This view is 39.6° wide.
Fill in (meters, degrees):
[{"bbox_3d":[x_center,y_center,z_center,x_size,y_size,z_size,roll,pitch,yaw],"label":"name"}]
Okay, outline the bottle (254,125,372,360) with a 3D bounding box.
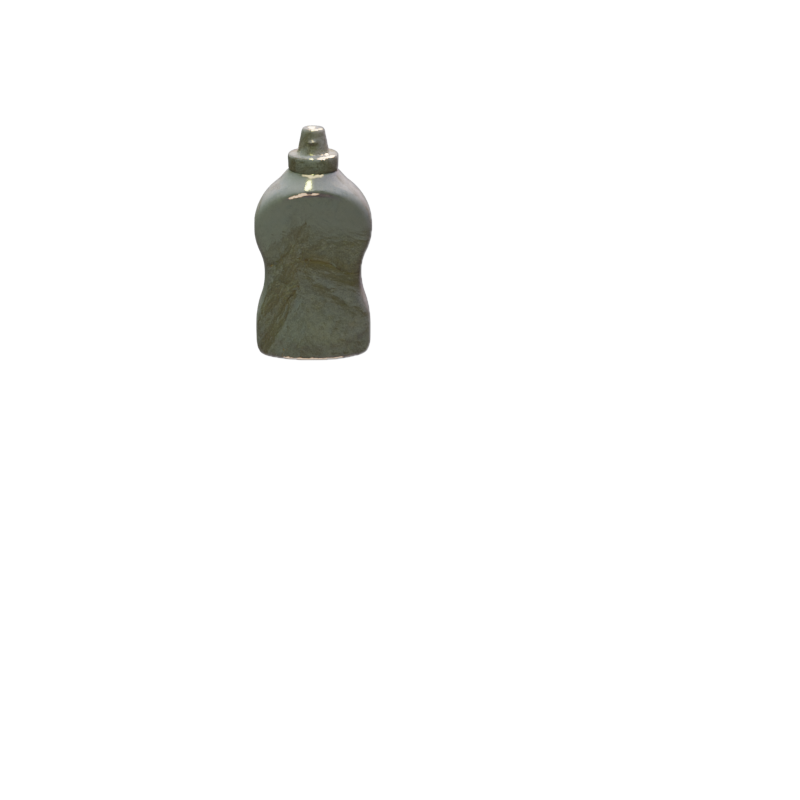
[{"bbox_3d":[-0.071,-0.130,0.910,0.096,0.183,0.061,1,19,-1],"label":"bottle"}]
